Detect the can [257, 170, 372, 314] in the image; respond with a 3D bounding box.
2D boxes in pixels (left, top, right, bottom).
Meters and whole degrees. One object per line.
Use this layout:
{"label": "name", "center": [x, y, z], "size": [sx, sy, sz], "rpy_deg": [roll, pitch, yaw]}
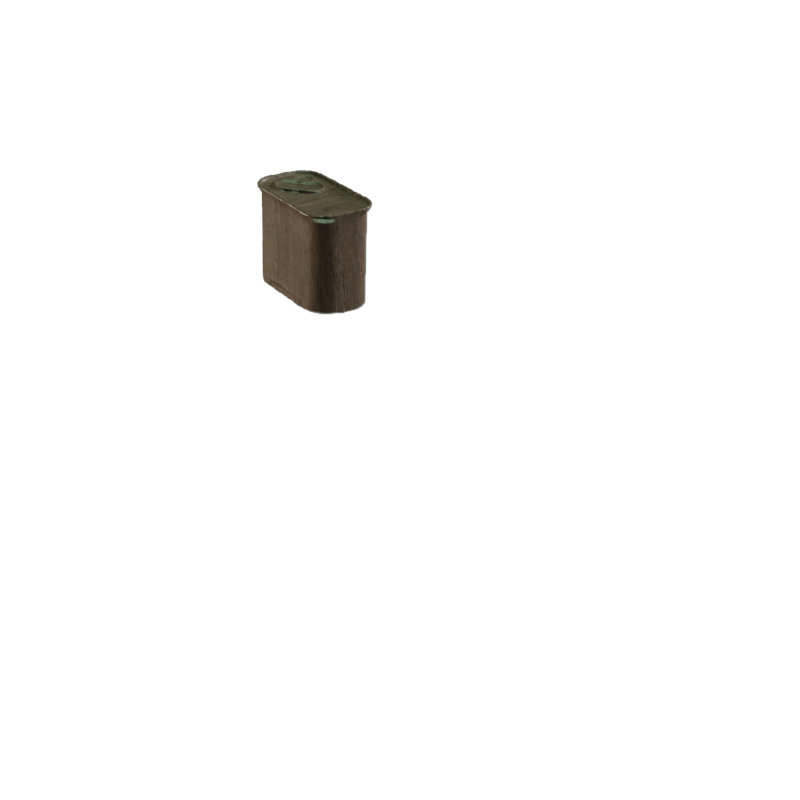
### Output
{"label": "can", "center": [-0.068, -0.123, 0.862], "size": [0.056, 0.079, 0.109], "rpy_deg": [-15, 32, -30]}
